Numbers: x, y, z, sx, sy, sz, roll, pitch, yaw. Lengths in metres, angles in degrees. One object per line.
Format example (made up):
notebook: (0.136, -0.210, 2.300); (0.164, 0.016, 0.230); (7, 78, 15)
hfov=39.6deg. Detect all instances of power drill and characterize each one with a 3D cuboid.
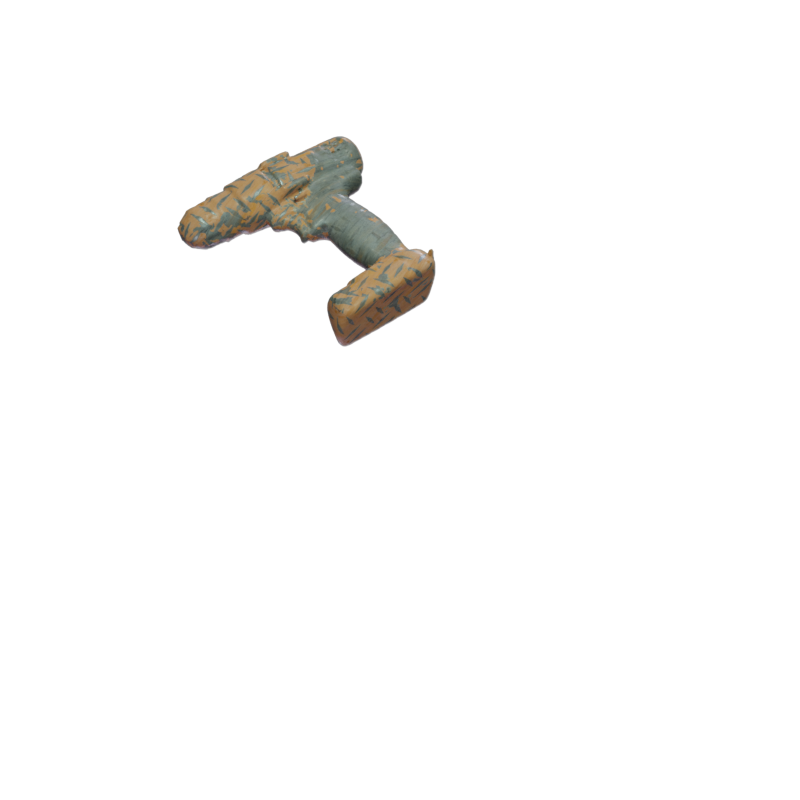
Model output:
power drill: (-0.075, -0.137, 0.960); (0.184, 0.201, 0.054); (-30, -29, -19)
